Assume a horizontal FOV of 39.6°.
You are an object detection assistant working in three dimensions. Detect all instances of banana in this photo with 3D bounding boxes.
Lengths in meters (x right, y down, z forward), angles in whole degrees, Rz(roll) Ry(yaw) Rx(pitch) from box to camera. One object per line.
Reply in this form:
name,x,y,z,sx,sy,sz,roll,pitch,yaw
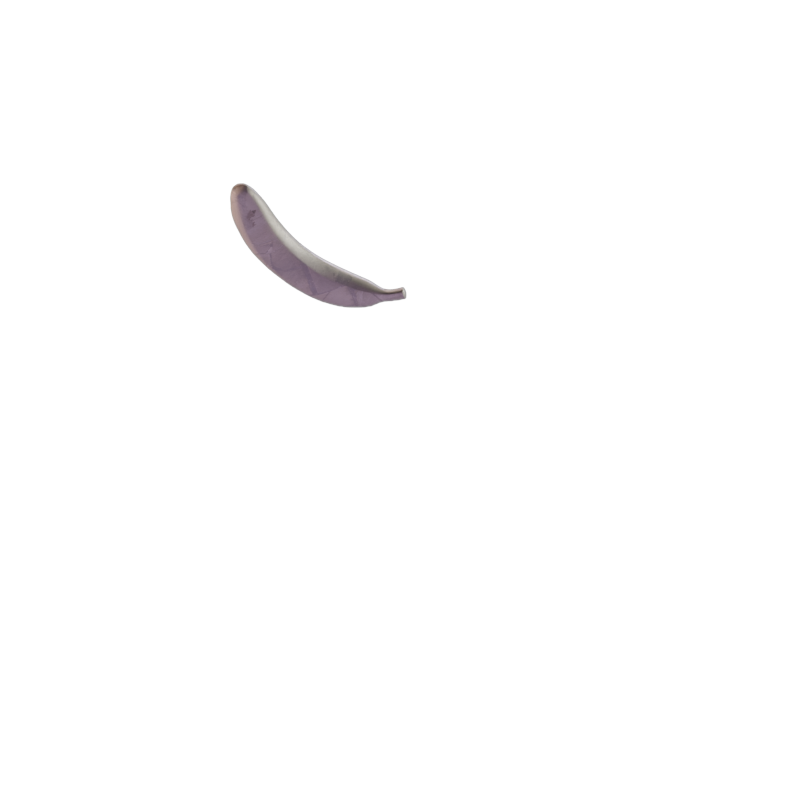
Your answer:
banana,-0.088,-0.131,1.005,0.187,0.039,0.068,29,-51,-28
